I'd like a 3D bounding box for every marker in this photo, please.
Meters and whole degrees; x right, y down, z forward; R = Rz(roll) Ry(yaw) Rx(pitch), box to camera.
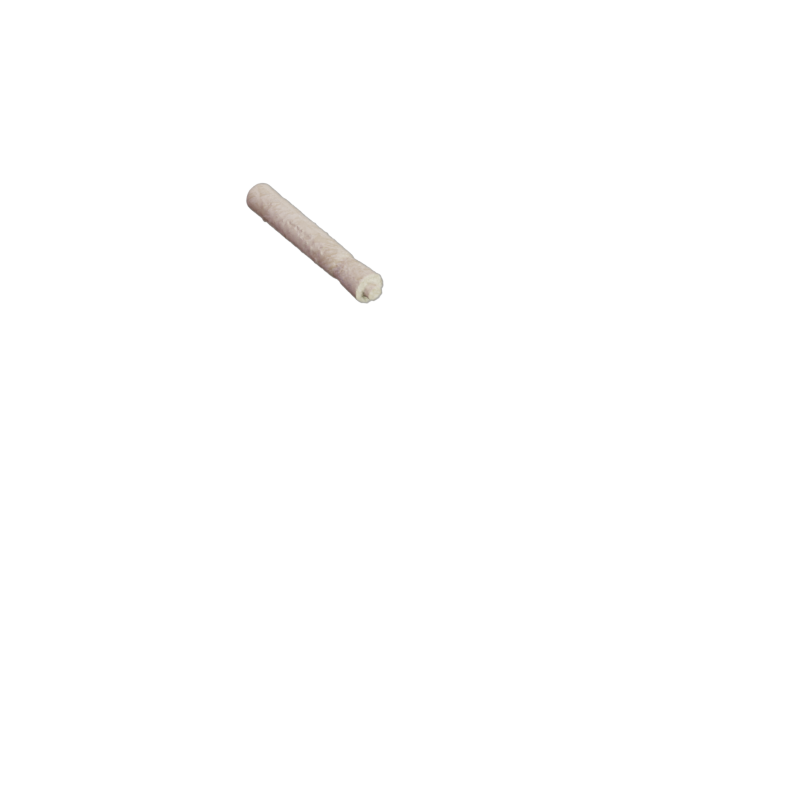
[{"bbox_3d":[-0.050,-0.091,0.639,0.019,0.019,0.130,-3,33,-40],"label":"marker"}]
